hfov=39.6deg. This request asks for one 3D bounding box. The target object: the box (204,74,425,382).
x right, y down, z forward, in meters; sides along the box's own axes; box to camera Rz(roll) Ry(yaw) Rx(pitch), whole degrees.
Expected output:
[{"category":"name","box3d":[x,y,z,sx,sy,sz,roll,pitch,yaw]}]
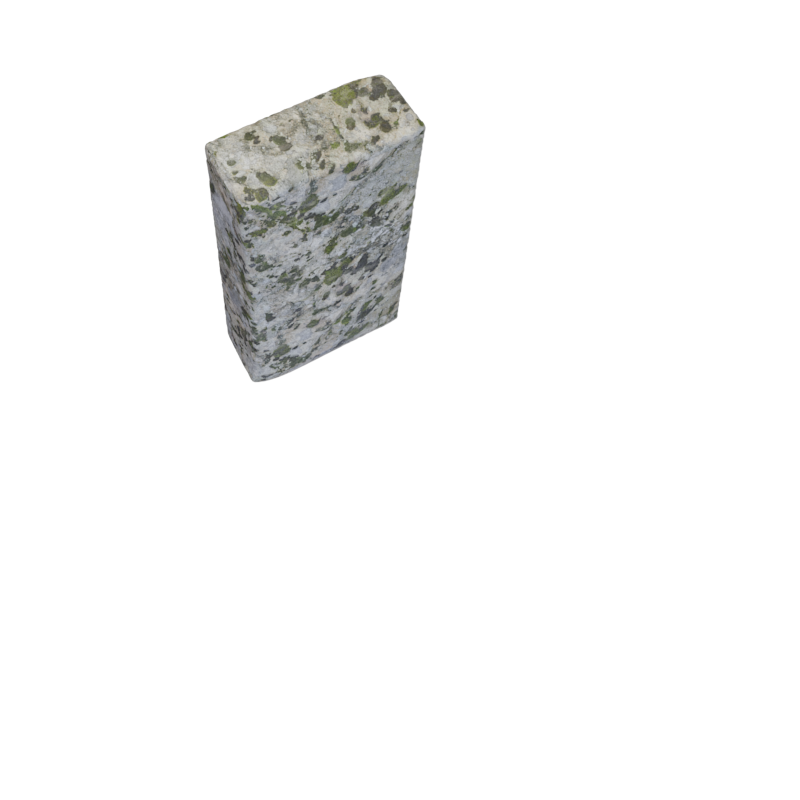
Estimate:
[{"category":"box","box3d":[-0.043,-0.079,0.553,0.093,0.051,0.166,-26,-24,-17]}]
